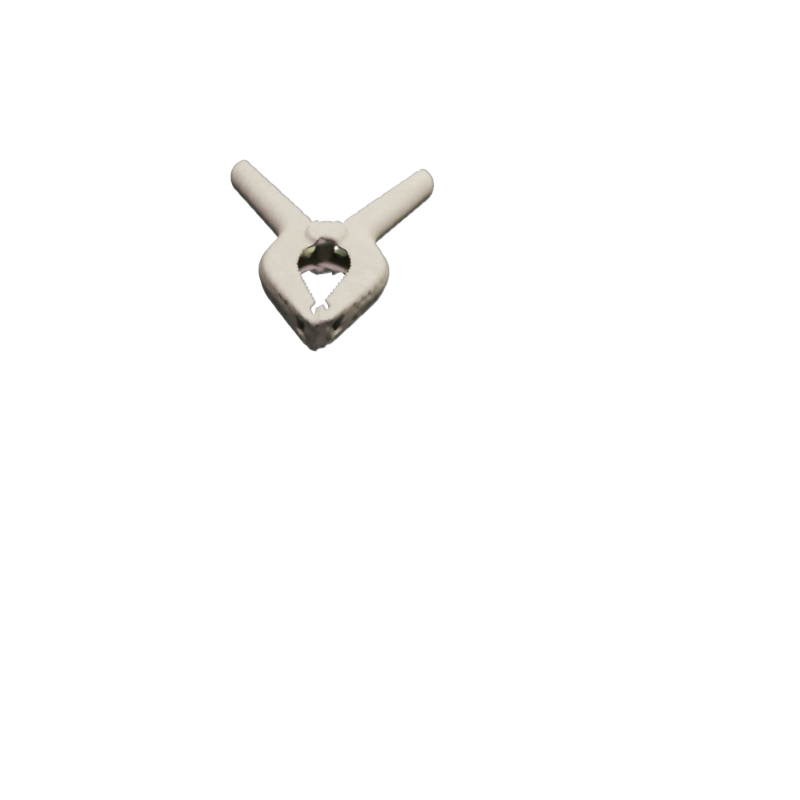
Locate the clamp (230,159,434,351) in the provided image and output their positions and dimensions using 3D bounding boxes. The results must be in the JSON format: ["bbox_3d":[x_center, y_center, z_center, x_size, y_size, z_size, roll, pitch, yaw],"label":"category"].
[{"bbox_3d":[-0.066,-0.119,0.837,0.166,0.034,0.223,6,42,6],"label":"clamp"}]
